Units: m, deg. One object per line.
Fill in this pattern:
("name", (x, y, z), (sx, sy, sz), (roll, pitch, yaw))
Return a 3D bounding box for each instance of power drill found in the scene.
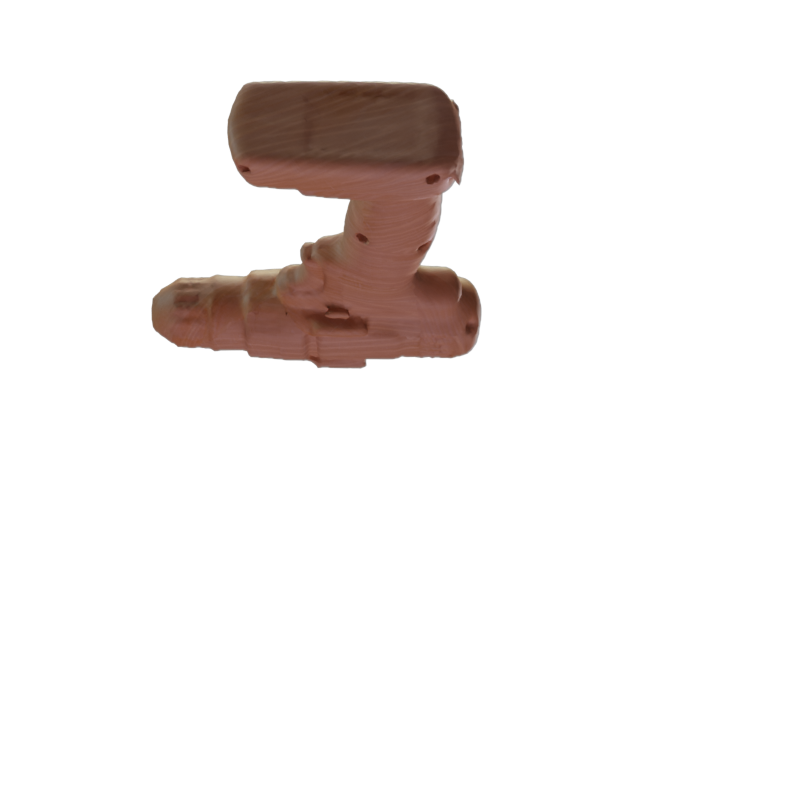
("power drill", (-0.044, -0.081, 0.568), (0.184, 0.061, 0.176), (0, -29, -1))
